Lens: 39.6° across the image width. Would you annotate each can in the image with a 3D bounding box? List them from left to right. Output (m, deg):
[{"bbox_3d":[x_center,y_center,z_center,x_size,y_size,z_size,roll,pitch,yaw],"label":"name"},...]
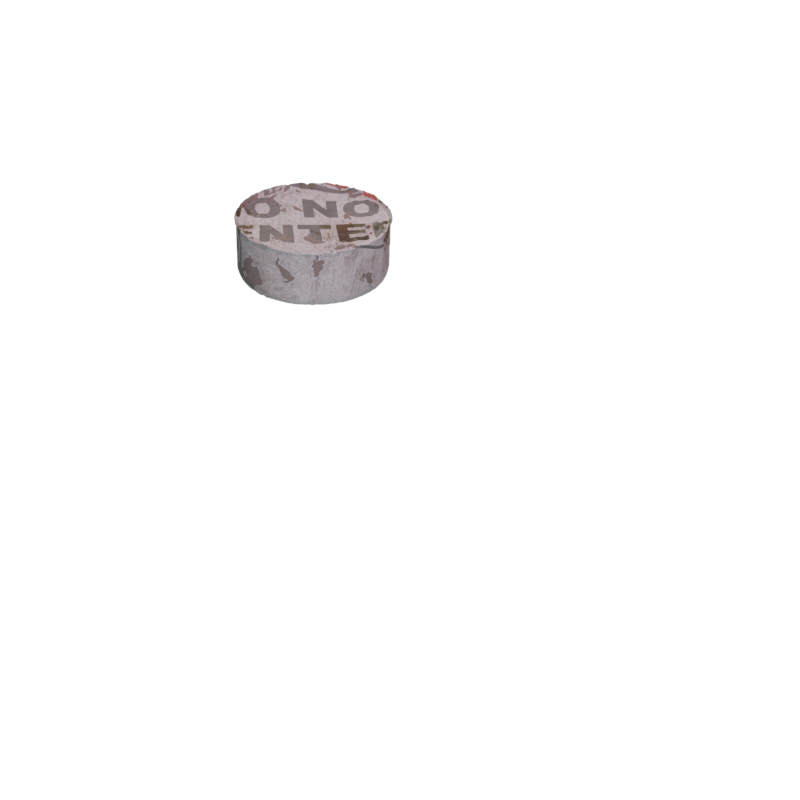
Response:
[{"bbox_3d":[-0.048,-0.087,0.610,0.086,0.032,0.091,-1,33,-2],"label":"can"}]
